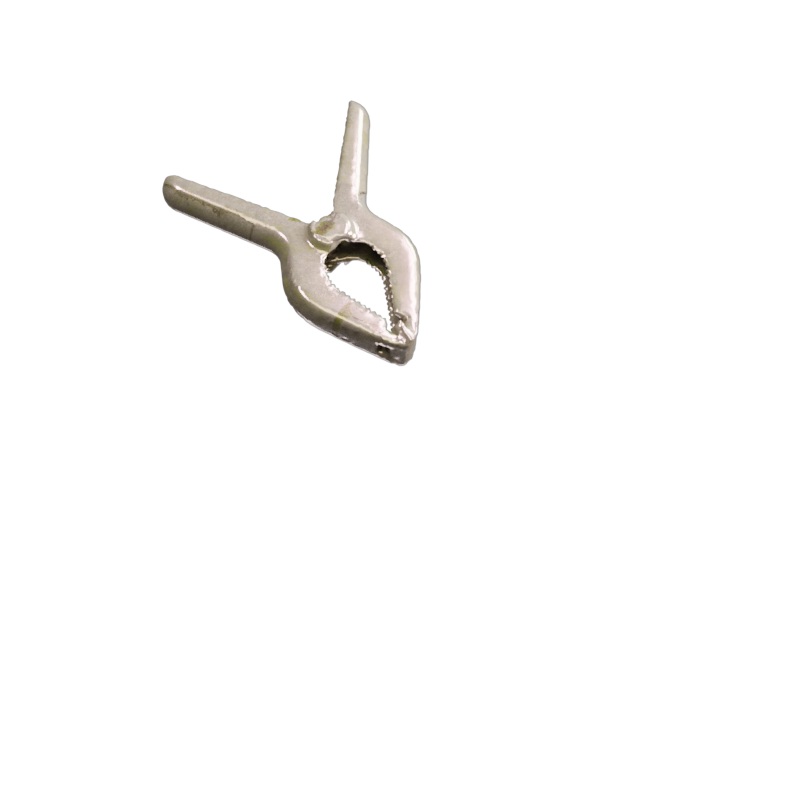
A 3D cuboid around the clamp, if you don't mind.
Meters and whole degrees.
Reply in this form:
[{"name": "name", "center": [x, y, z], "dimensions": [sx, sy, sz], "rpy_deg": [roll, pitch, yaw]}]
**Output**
[{"name": "clamp", "center": [-0.059, -0.108, 0.759], "dimensions": [0.163, 0.225, 0.034], "rpy_deg": [-20, -30, -13]}]
